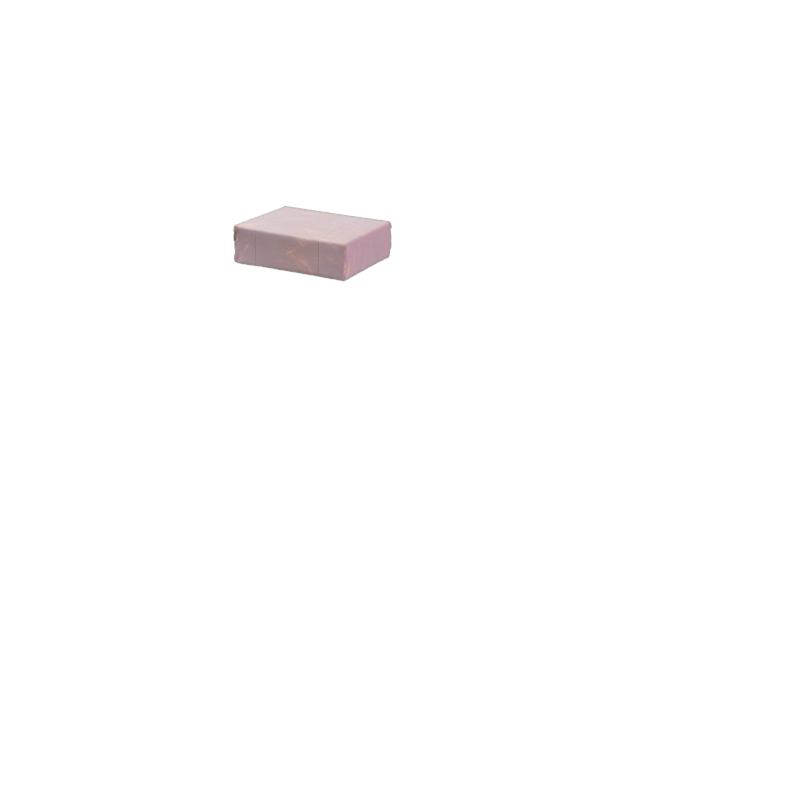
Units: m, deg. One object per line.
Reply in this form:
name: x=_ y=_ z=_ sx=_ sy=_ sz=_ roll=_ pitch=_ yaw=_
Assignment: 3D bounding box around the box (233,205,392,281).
box: x=-0.076 y=-0.139 z=0.971 sx=0.118 sy=0.037 sz=0.090 roll=10 pitch=22 yaw=25
